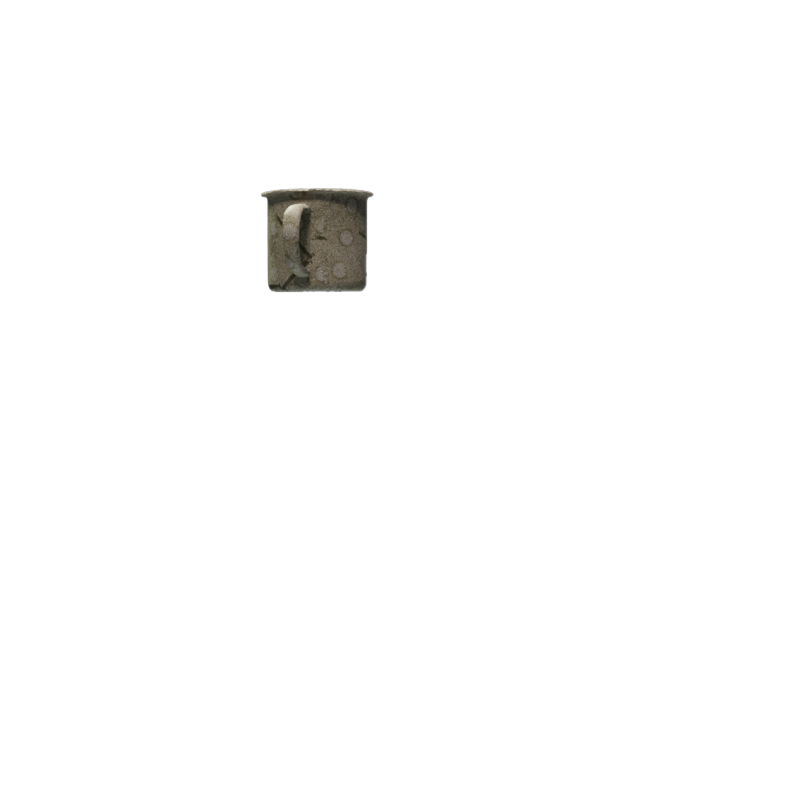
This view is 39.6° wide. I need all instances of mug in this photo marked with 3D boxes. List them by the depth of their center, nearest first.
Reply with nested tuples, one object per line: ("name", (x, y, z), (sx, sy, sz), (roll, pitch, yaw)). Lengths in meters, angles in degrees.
("mug", (-0.070, -0.128, 0.899), (0.095, 0.082, 0.115), (0, 3, 12))
